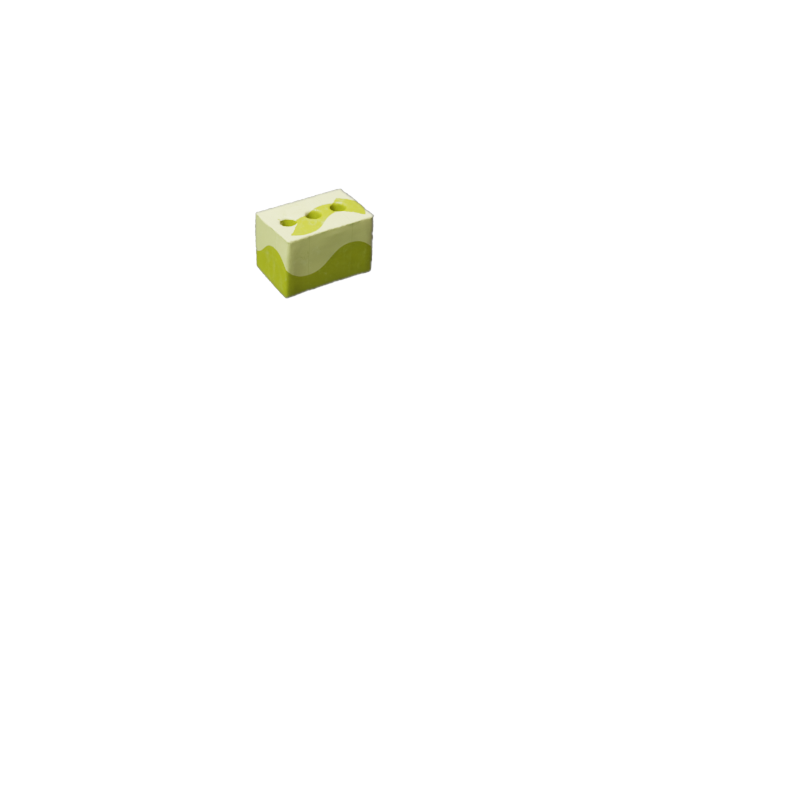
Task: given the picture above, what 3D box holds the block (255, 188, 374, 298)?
[{"bbox_3d":[-0.067,-0.122,0.854,0.077,0.048,0.057,-21,42,-26],"label":"block"}]
